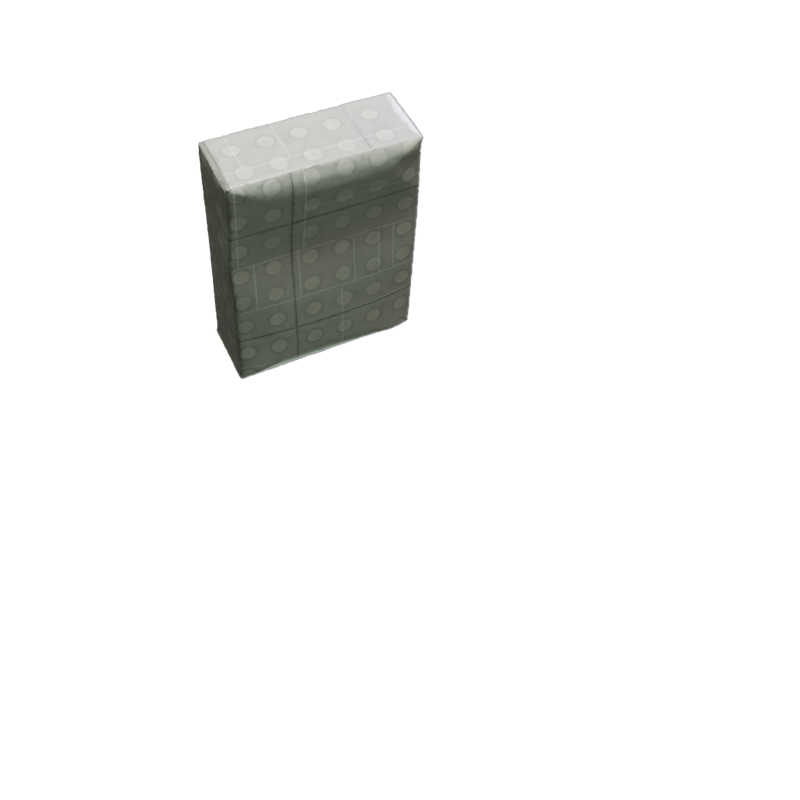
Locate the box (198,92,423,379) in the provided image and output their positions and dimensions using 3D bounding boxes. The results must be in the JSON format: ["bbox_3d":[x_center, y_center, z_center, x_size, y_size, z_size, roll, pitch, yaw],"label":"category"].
[{"bbox_3d":[-0.071,-0.129,0.906,0.163,0.078,0.199,-18,-38,-18],"label":"box"}]
